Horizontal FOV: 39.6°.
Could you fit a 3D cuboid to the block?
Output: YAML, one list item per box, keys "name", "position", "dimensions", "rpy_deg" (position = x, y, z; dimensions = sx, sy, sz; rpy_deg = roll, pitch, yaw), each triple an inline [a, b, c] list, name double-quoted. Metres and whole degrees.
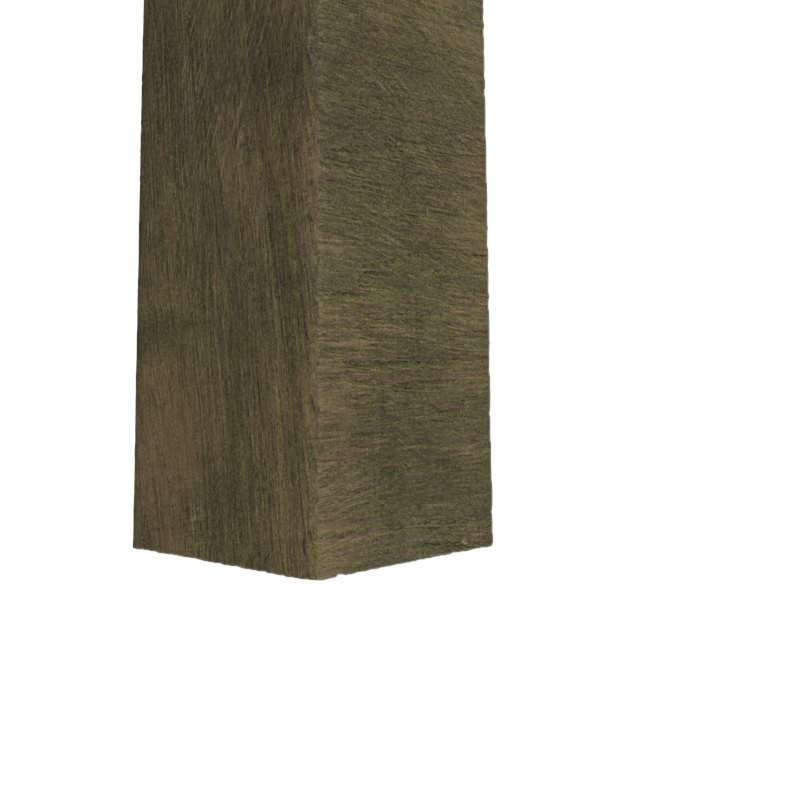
- name: "block"
  position: [-0.030, -0.055, 0.385]
  dimensions: [0.093, 0.209, 0.087]
  rpy_deg: [-5, -7, 41]
